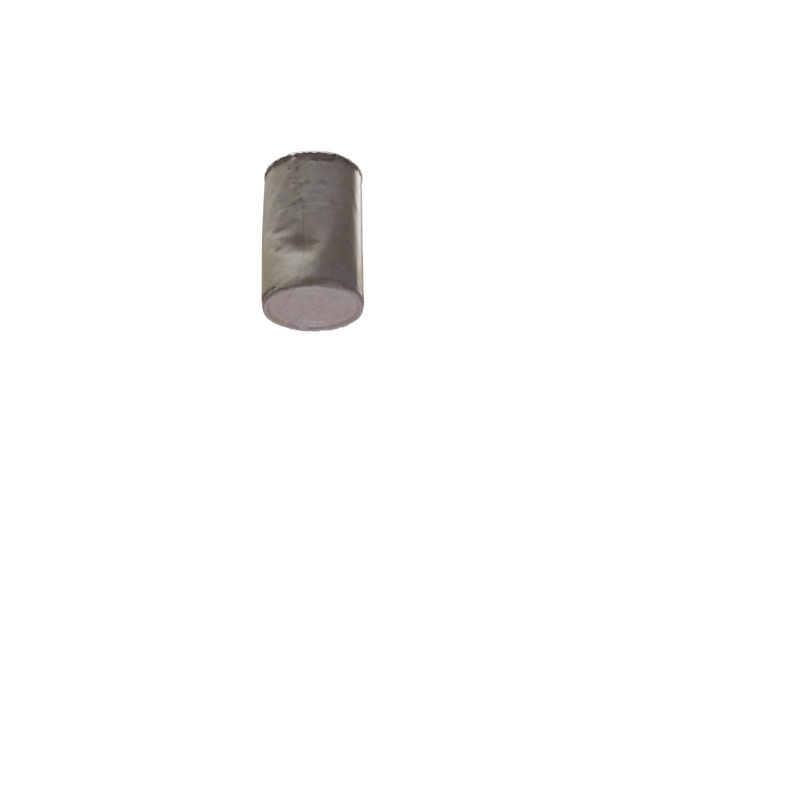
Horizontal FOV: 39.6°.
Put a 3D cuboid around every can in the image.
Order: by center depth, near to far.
[{"bbox_3d":[-0.058,-0.105,0.737,0.068,0.108,0.065,0,-27,-2],"label":"can"}]
